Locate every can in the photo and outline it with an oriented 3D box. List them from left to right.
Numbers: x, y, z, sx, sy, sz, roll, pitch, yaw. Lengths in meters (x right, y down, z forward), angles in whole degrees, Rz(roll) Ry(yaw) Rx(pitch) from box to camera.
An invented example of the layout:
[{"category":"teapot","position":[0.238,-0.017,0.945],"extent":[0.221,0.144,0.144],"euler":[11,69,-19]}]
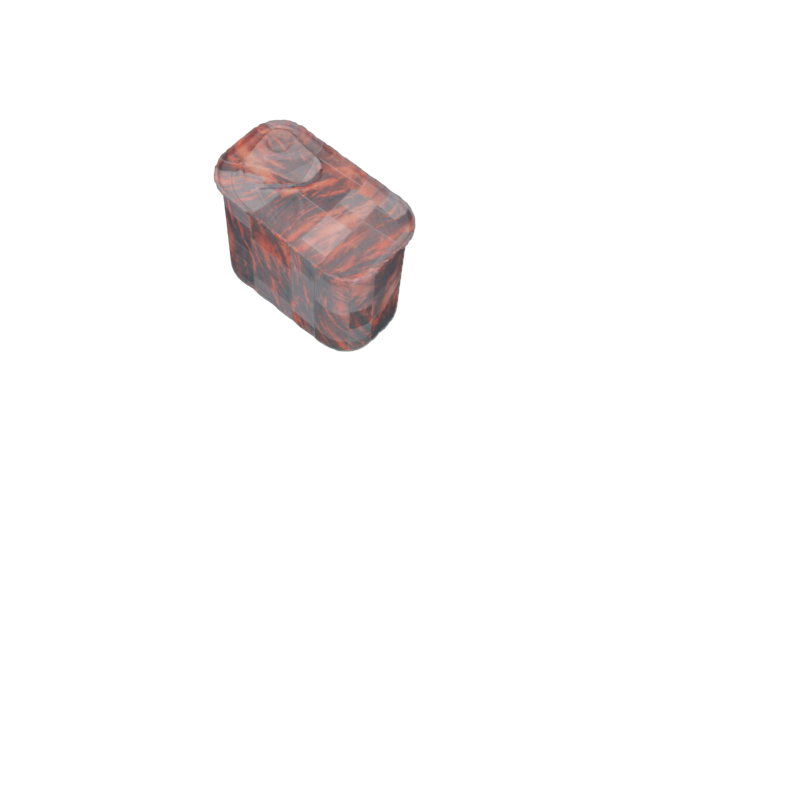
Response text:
[{"category":"can","position":[-0.045,-0.082,0.571],"extent":[0.107,0.058,0.079],"euler":[39,-23,18]}]
